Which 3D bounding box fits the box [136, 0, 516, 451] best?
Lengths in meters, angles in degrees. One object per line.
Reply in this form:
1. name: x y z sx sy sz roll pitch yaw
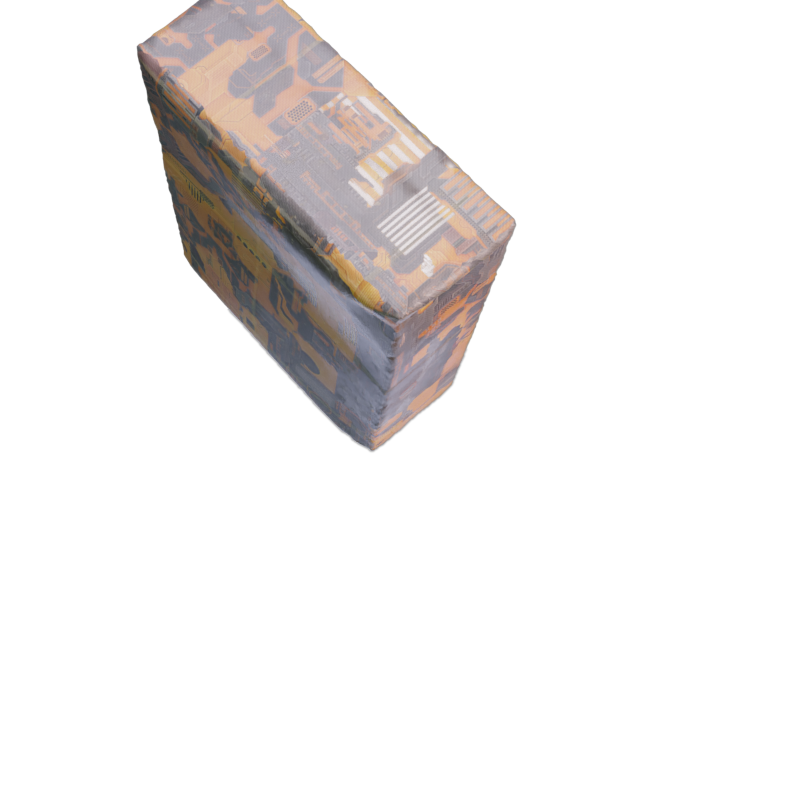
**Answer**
1. box: -0.042 -0.076 0.533 0.072 0.171 0.204 -40 -13 -14
